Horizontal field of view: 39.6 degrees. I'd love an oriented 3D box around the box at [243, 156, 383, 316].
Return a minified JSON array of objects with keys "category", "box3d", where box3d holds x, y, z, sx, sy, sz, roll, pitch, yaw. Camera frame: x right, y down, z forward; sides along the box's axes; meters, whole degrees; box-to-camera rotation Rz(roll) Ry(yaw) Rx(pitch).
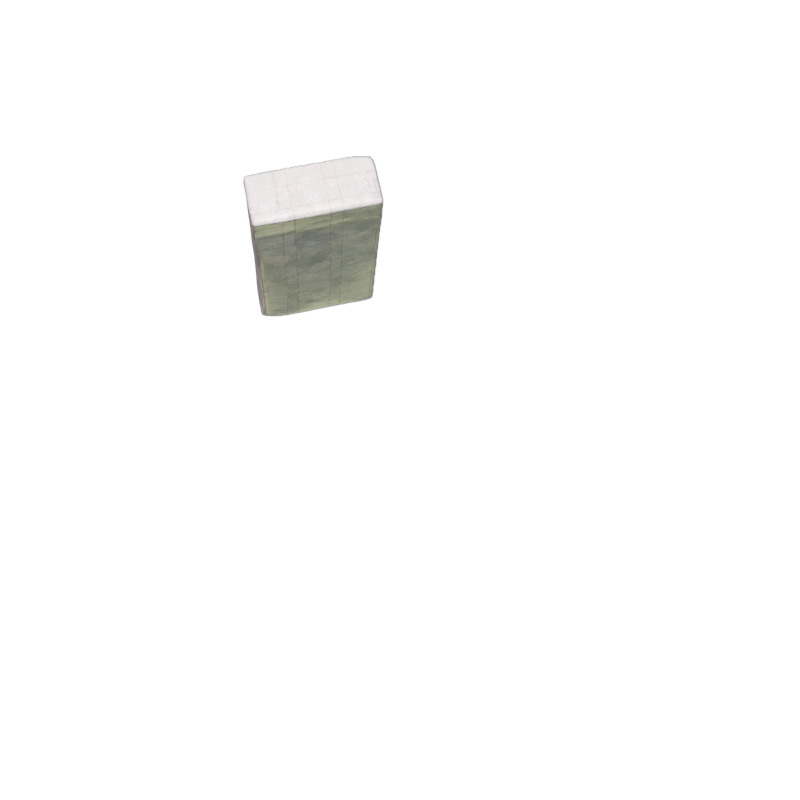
[{"category":"box","box3d":[-0.065,-0.119,0.829,0.093,0.051,0.167,-10,-20,-7]}]
